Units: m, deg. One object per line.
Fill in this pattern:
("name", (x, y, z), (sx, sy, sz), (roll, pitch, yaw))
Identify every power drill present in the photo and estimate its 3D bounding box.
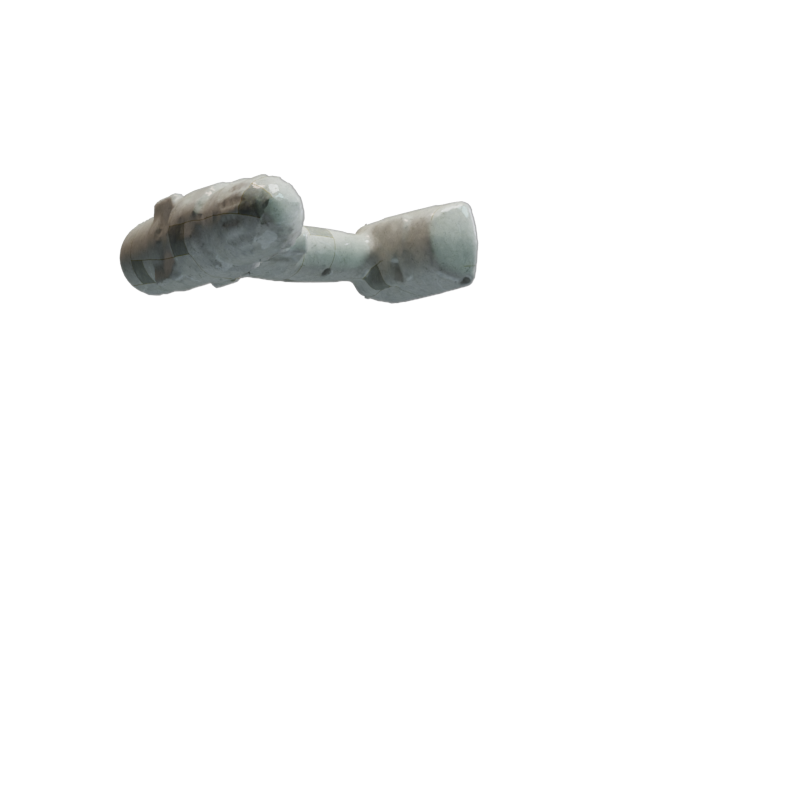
("power drill", (-0.050, -0.092, 0.644), (0.181, 0.058, 0.189), (1, -1, -32))
